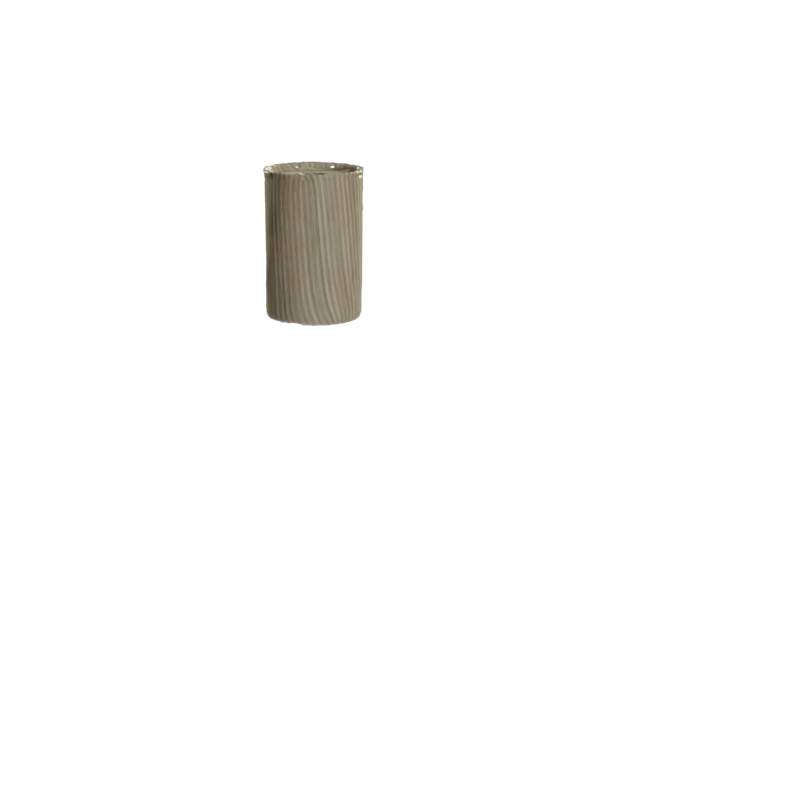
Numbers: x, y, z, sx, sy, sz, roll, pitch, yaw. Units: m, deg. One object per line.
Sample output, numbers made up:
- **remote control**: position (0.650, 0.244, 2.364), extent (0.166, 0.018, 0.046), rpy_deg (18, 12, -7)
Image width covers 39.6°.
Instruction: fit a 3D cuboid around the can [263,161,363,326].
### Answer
- **can**: position (-0.059, -0.108, 0.756), extent (0.068, 0.099, 0.071), rpy_deg (0, 14, -2)
